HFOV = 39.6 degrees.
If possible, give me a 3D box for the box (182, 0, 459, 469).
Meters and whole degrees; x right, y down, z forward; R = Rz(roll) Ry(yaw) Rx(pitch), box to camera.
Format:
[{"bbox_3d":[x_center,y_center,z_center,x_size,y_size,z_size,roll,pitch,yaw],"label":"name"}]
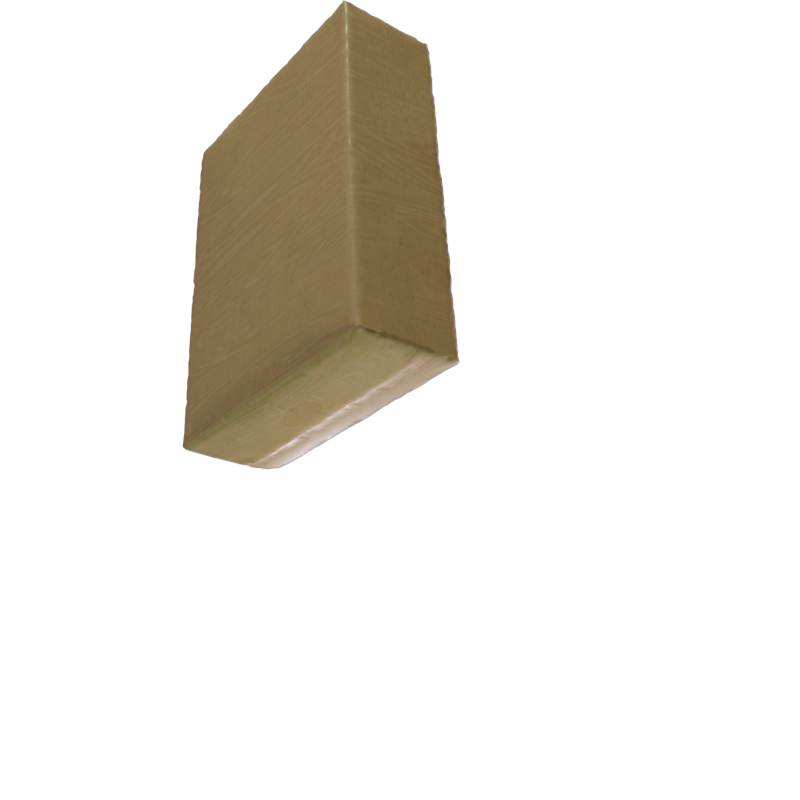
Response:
[{"bbox_3d":[-0.049,-0.089,0.626,0.068,0.228,0.162,21,-38,-32],"label":"box"}]
